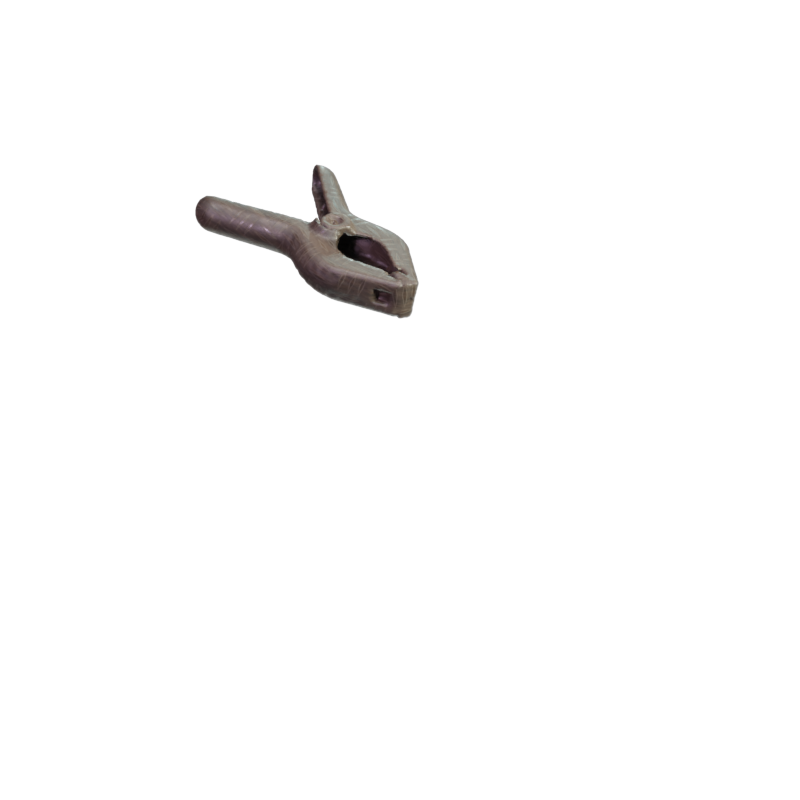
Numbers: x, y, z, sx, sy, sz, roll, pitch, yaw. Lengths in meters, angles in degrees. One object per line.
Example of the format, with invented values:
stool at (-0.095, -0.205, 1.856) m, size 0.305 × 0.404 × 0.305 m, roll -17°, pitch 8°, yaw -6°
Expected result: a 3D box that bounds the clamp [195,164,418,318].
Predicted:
clamp at (-0.060, -0.109, 0.763) m, size 0.119 × 0.037 × 0.185 m, roll -21°, pitch 43°, yaw -25°
